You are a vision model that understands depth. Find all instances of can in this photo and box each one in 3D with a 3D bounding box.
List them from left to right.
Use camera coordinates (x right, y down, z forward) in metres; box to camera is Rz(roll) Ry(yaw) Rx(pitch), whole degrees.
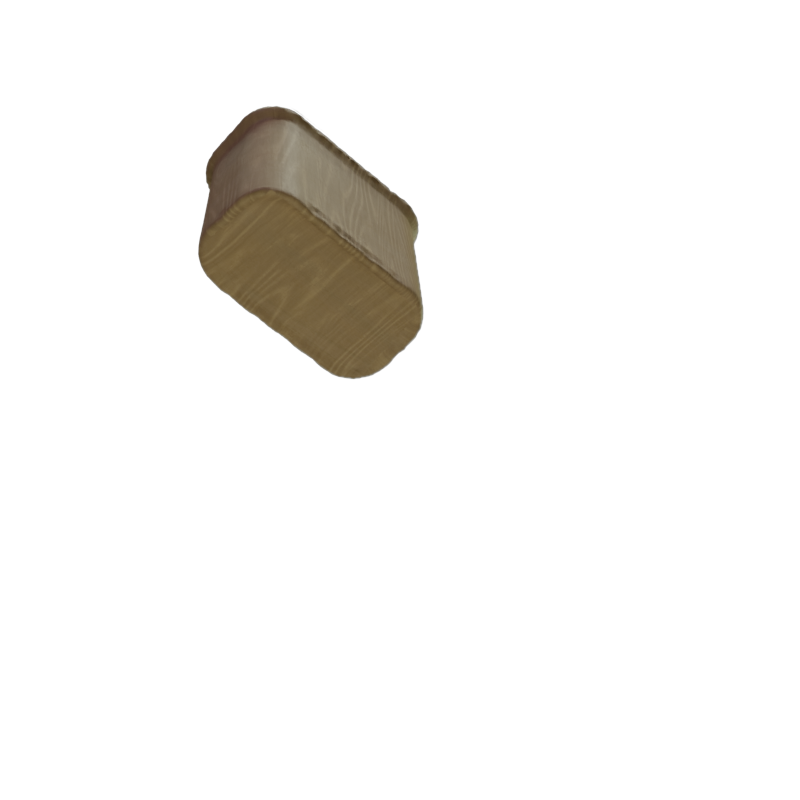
[{"bbox_3d":[-0.038,-0.068,0.480,0.097,0.057,0.089,37,24,-21],"label":"can"}]
